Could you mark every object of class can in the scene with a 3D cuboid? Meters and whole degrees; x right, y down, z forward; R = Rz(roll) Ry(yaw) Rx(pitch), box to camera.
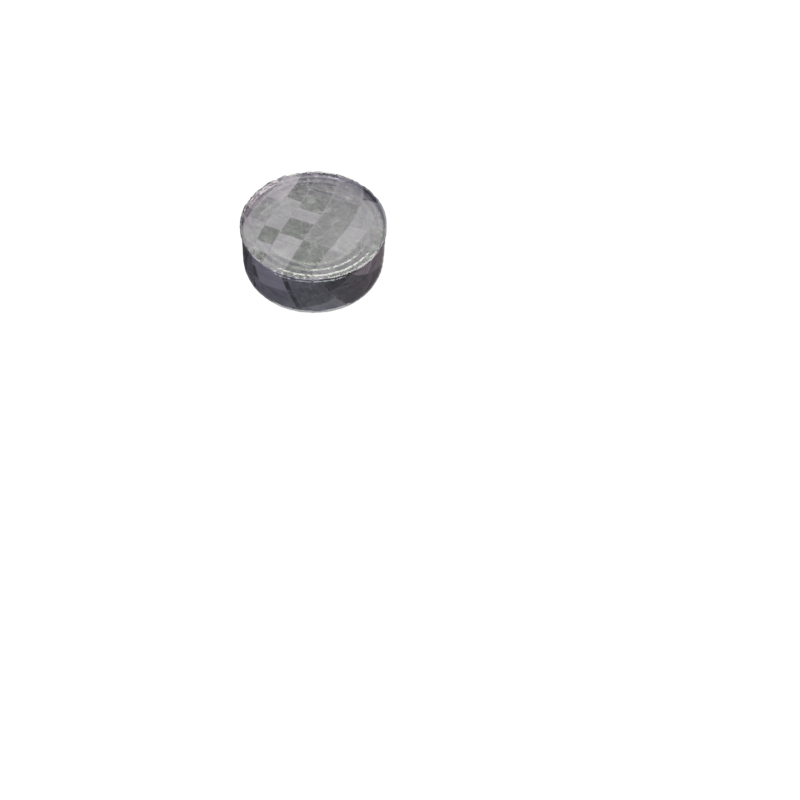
[{"bbox_3d":[-0.051,-0.094,0.655,0.086,0.092,0.031,-1,-38,-1],"label":"can"}]
